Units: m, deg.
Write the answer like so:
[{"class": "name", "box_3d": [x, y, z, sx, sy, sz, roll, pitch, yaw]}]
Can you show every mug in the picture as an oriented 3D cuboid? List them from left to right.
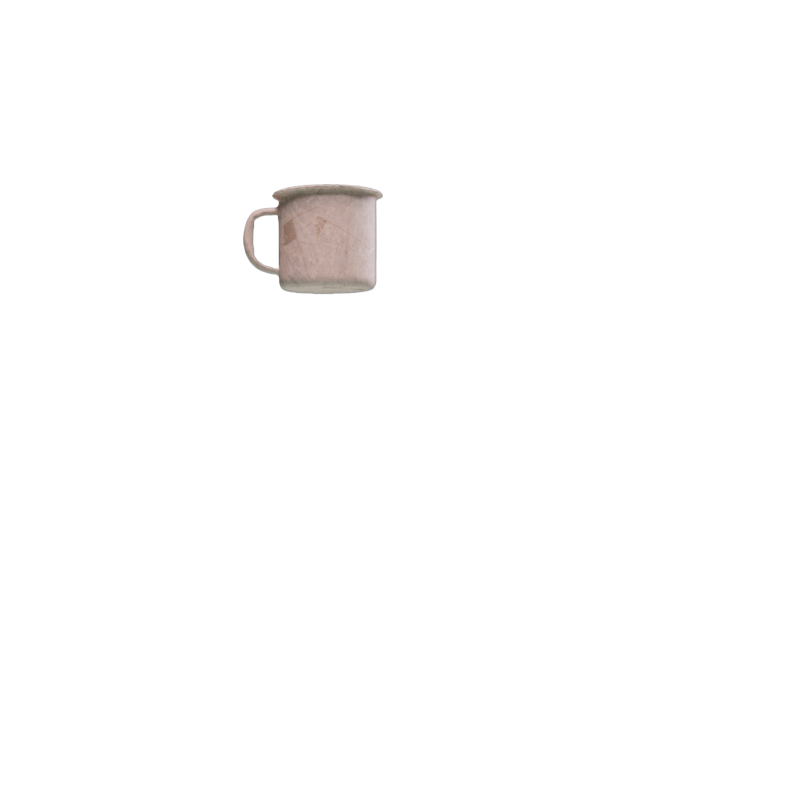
[{"class": "mug", "box_3d": [-0.072, -0.132, 0.926, 0.116, 0.083, 0.093, 0, -3, -8]}]
